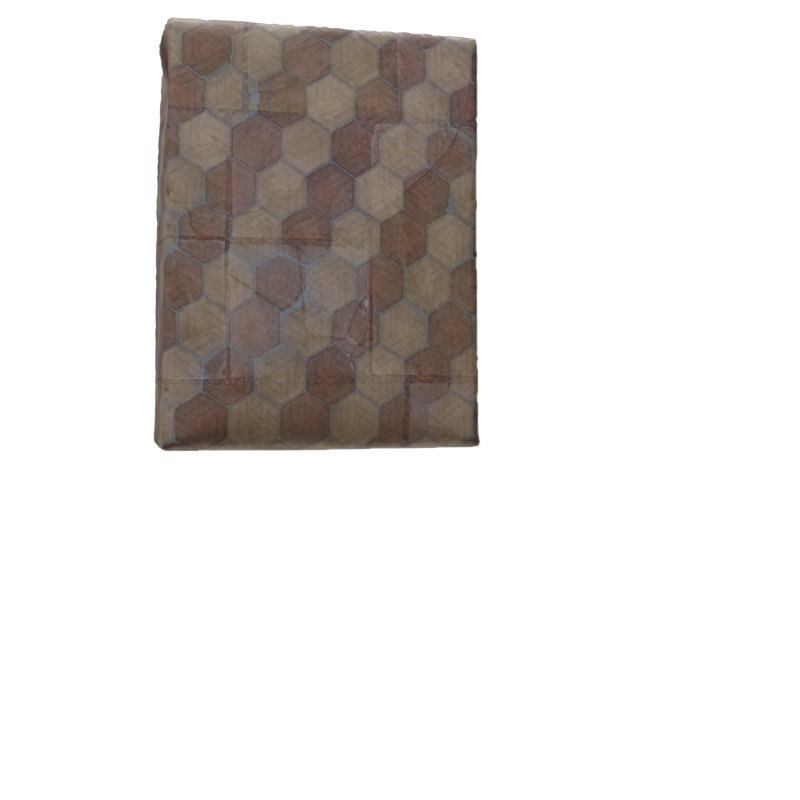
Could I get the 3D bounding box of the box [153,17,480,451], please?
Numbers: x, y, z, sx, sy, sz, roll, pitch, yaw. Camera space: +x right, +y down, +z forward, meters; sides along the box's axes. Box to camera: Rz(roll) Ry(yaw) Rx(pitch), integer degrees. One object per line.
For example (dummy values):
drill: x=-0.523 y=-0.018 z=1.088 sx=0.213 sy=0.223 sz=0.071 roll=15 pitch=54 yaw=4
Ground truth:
box: x=-0.046 y=-0.083 z=0.583 sx=0.161 sy=0.217 sz=0.072 roll=1 pitch=-5 yaw=-14
